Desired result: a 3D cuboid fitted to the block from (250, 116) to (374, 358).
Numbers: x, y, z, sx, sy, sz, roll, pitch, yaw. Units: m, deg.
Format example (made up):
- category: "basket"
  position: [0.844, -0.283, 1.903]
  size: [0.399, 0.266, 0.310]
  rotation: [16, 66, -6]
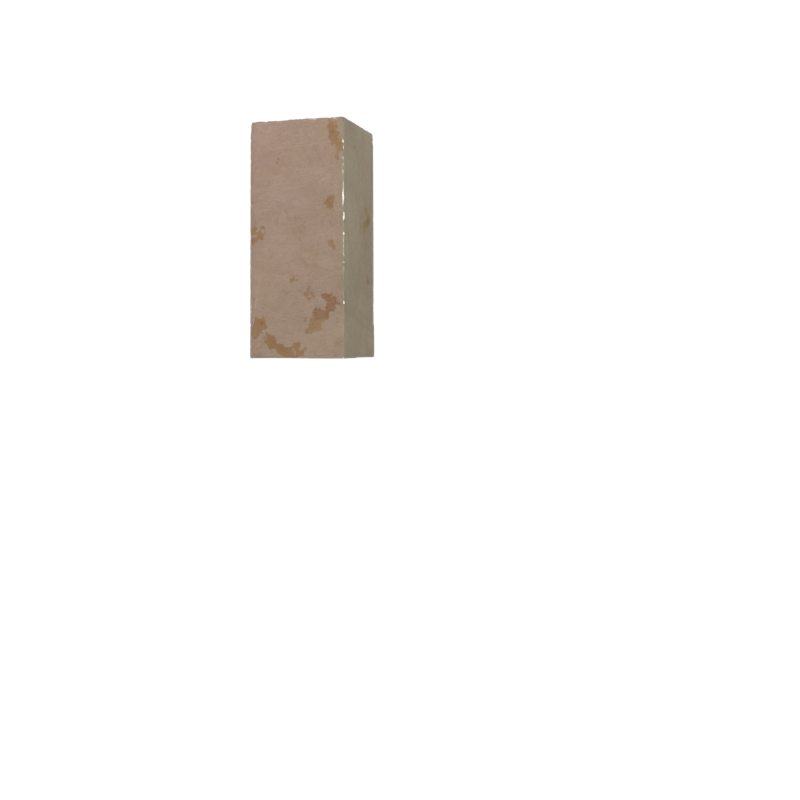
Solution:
- category: "block"
  position: [-0.078, -0.142, 0.992]
  size: [0.092, 0.208, 0.088]
  rotation: [-1, -4, 17]
